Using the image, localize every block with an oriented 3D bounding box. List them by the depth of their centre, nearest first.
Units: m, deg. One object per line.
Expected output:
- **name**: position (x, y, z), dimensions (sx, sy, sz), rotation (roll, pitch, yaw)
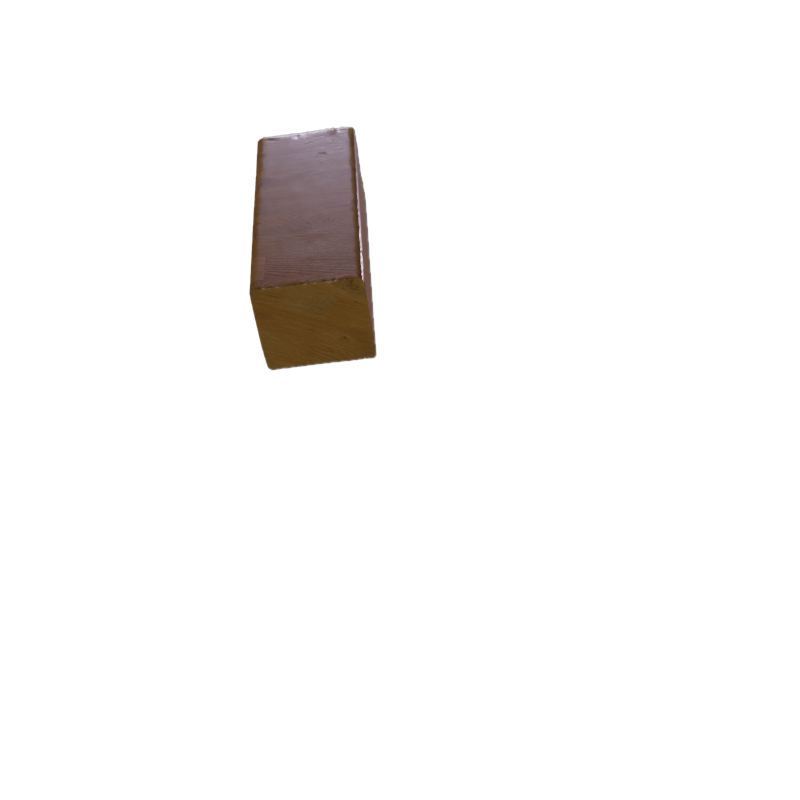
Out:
- **block**: position (-0.074, -0.135, 0.941), dimensions (0.091, 0.083, 0.221), rotation (-7, 44, 3)
